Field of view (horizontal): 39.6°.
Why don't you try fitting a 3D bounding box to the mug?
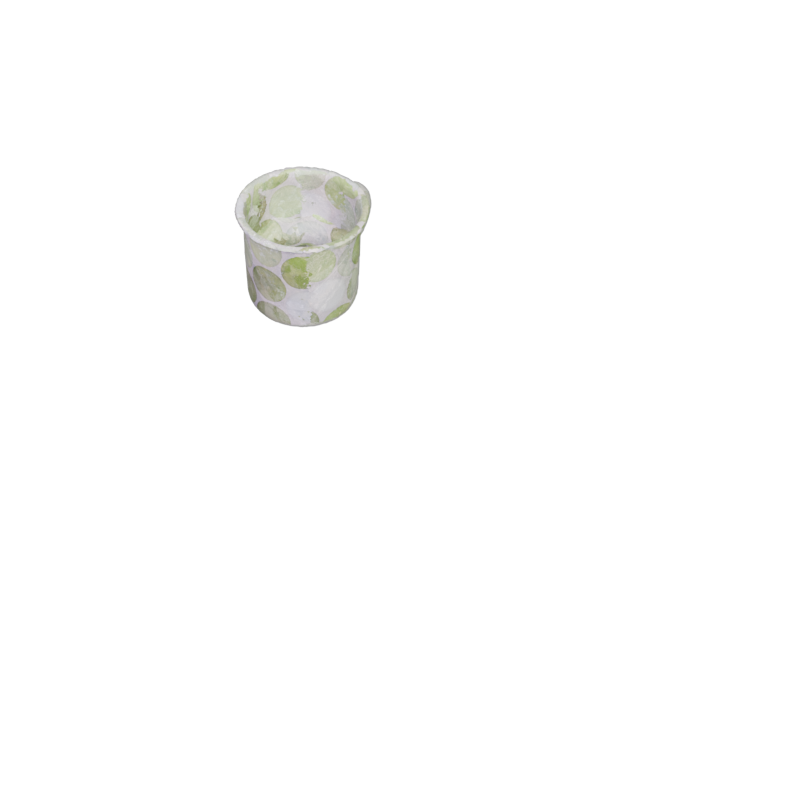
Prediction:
[{"bbox_3d":[-0.062,-0.114,0.798,0.098,0.076,0.119,29,51,24],"label":"mug"}]
